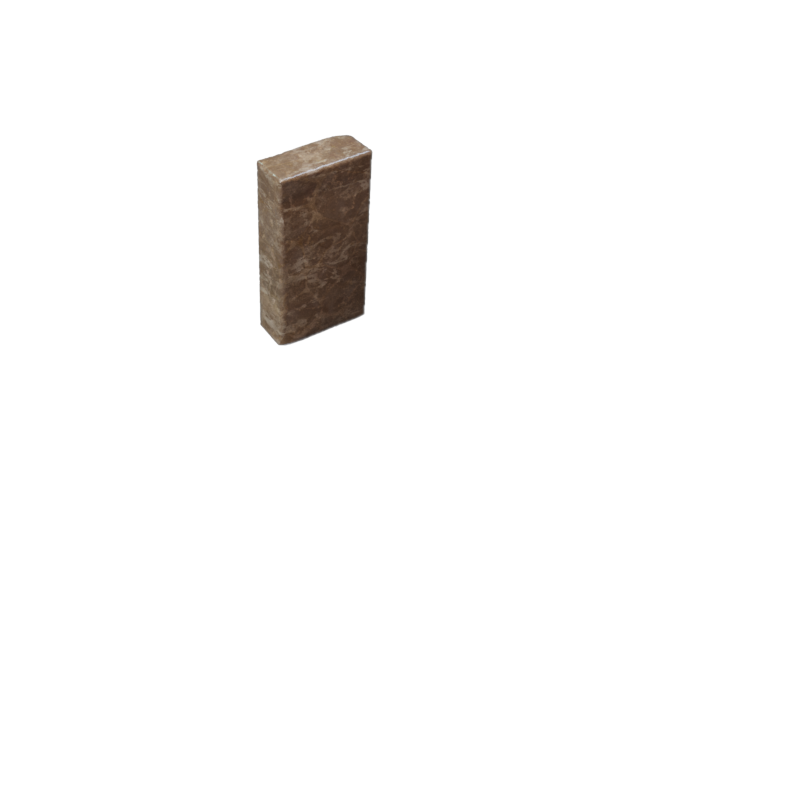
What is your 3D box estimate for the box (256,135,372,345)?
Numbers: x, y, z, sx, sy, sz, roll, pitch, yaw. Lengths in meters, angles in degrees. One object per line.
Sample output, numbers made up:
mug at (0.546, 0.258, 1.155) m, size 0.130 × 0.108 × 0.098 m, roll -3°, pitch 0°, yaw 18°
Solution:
box at (-0.075, -0.137, 0.959) m, size 0.092 × 0.165 × 0.052 m, roll -22°, pitch 43°, yaw -29°
